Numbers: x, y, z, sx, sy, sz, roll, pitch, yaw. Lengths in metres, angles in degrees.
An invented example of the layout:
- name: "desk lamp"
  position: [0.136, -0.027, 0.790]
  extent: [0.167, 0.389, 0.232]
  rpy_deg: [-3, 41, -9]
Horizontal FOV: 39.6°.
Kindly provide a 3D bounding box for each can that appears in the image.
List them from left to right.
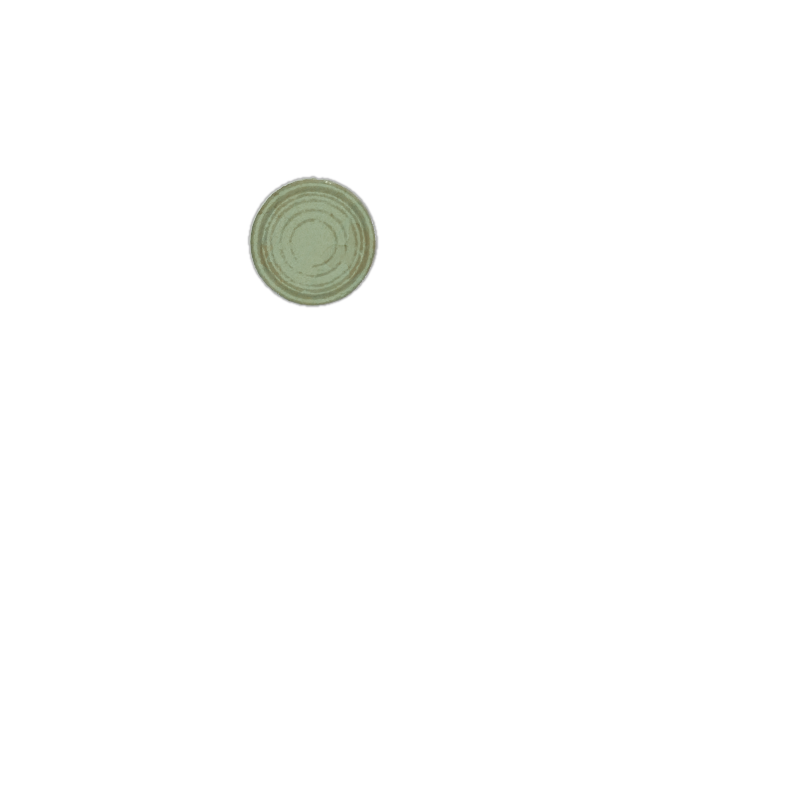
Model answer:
- name: "can"
  position: [-0.058, -0.106, 0.743]
  extent: [0.086, 0.085, 0.034]
  rpy_deg: [0, 4, -1]
